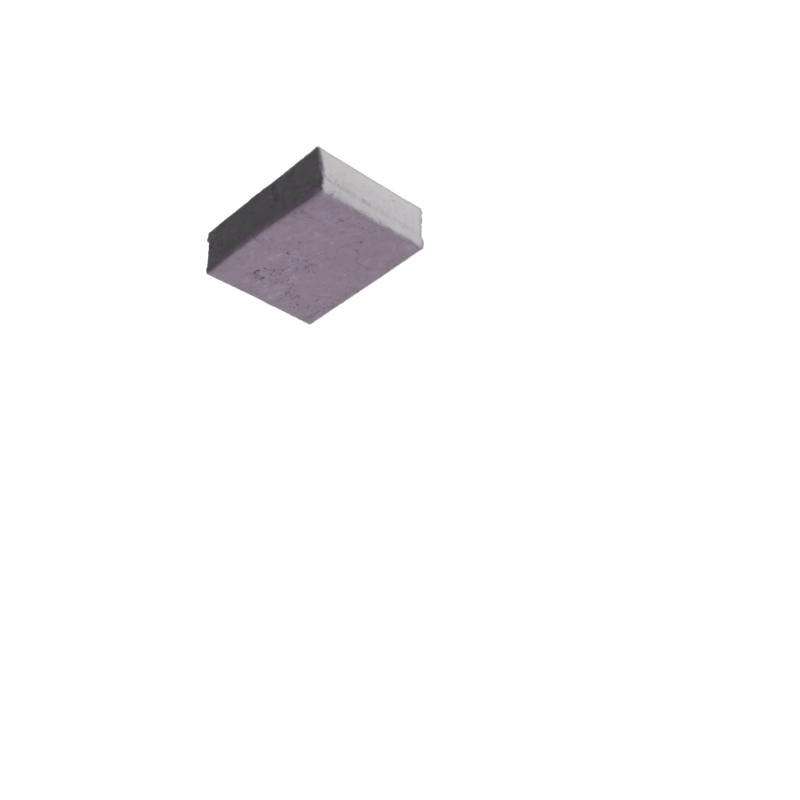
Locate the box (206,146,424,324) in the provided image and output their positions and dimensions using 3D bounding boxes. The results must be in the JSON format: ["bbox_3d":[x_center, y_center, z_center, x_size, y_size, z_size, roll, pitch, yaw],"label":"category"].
[{"bbox_3d":[-0.055,-0.101,0.705,0.084,0.042,0.113,27,-41,-36],"label":"box"}]
